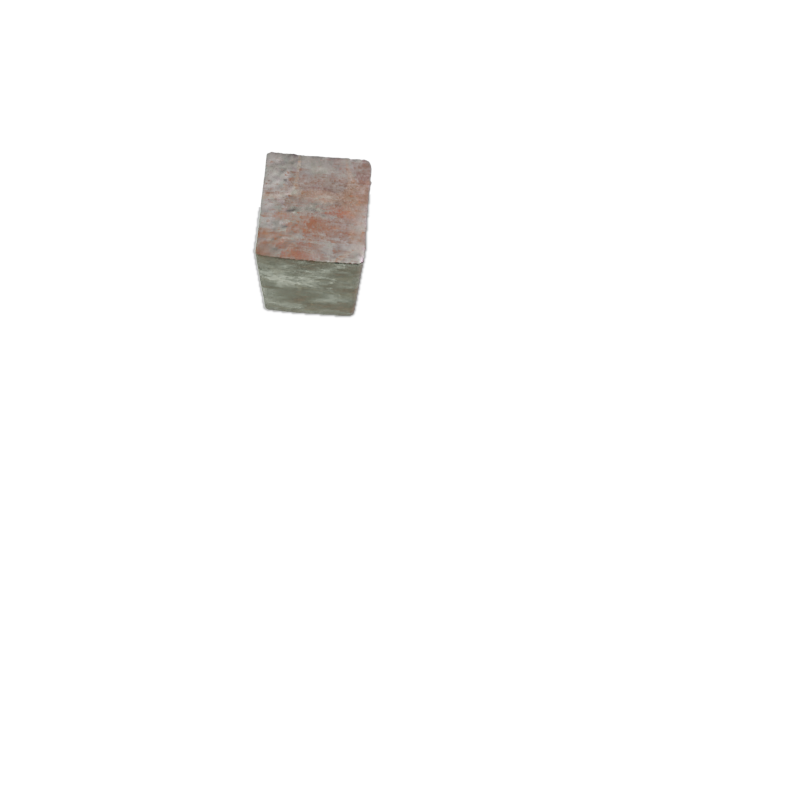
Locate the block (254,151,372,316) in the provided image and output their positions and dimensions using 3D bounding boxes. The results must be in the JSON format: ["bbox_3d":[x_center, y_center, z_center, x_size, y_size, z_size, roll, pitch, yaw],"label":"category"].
[{"bbox_3d":[-0.077,-0.142,0.996,0.090,0.093,0.200,5,-10,-3],"label":"block"}]
